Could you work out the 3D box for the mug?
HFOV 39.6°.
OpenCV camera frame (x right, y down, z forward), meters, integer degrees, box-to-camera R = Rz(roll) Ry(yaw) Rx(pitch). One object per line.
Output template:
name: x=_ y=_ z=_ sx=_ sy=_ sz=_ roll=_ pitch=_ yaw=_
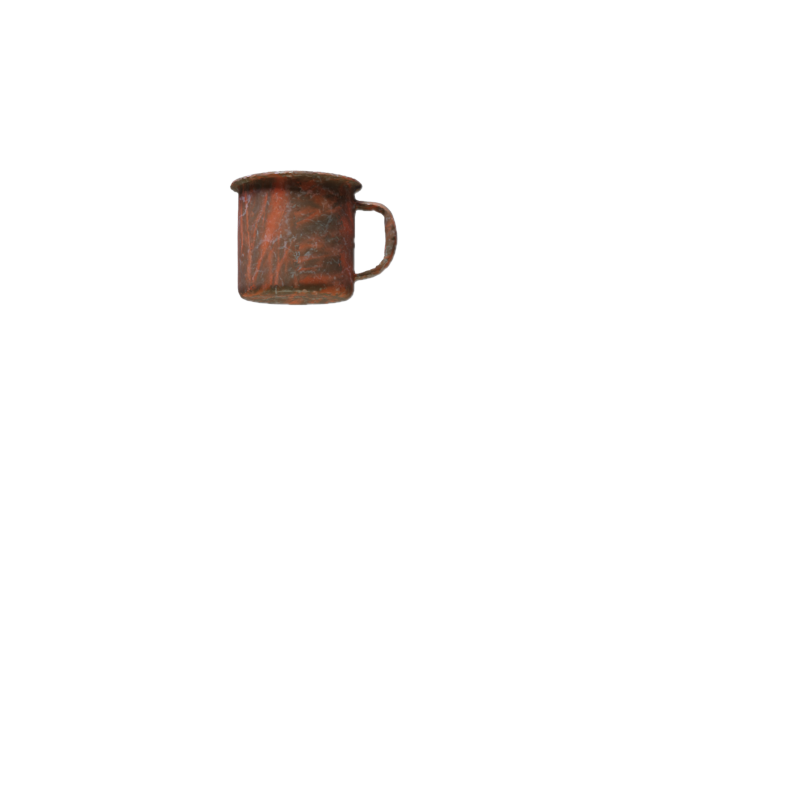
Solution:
mug: x=-0.061 y=-0.110 z=0.774 sx=0.117 sy=0.083 sz=0.092 roll=0 pitch=-5 yaw=1
